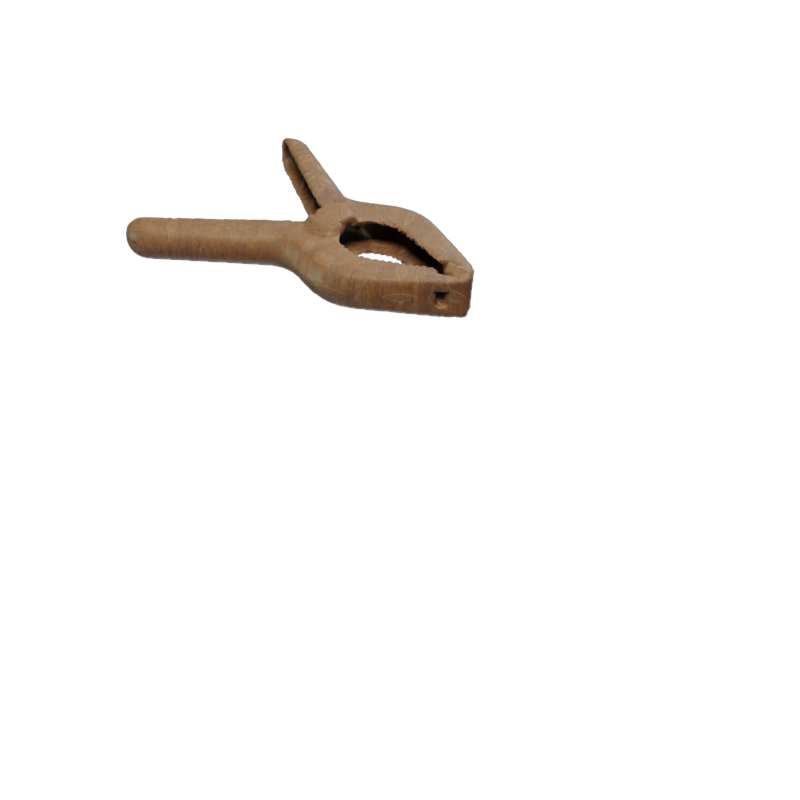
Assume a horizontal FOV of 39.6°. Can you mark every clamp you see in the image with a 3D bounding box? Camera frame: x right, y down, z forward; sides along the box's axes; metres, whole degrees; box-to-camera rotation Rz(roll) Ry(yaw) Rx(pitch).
[{"bbox_3d":[-0.054,-0.098,0.685,0.224,0.034,0.165,30,47,33],"label":"clamp"}]
